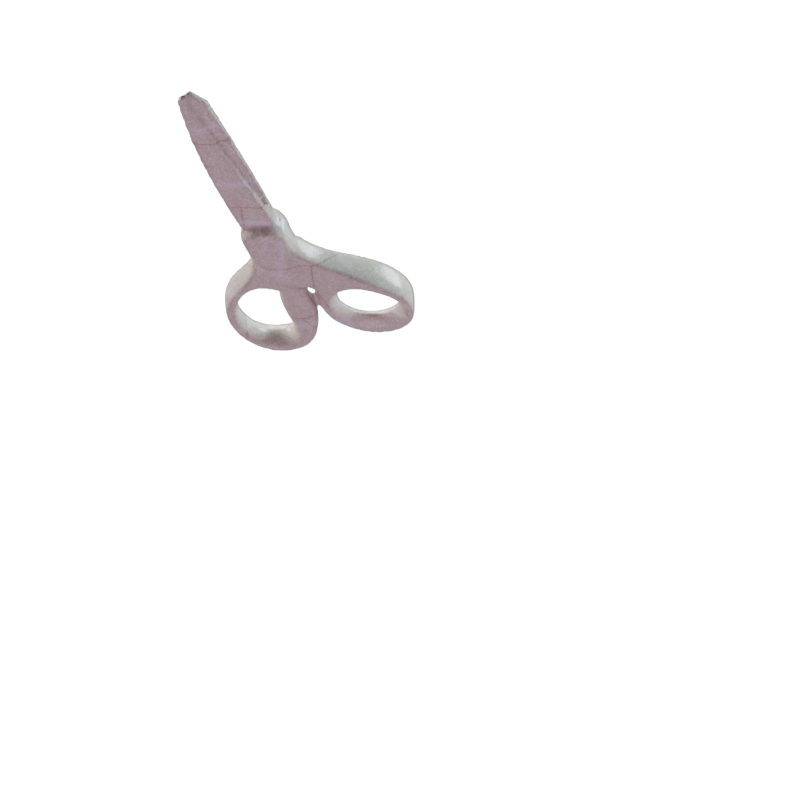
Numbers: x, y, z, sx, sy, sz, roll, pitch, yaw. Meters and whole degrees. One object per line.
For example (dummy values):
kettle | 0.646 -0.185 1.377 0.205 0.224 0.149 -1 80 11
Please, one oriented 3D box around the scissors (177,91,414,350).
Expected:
scissors | -0.036 -0.065 0.457 0.096 0.017 0.192 2 -22 -5
